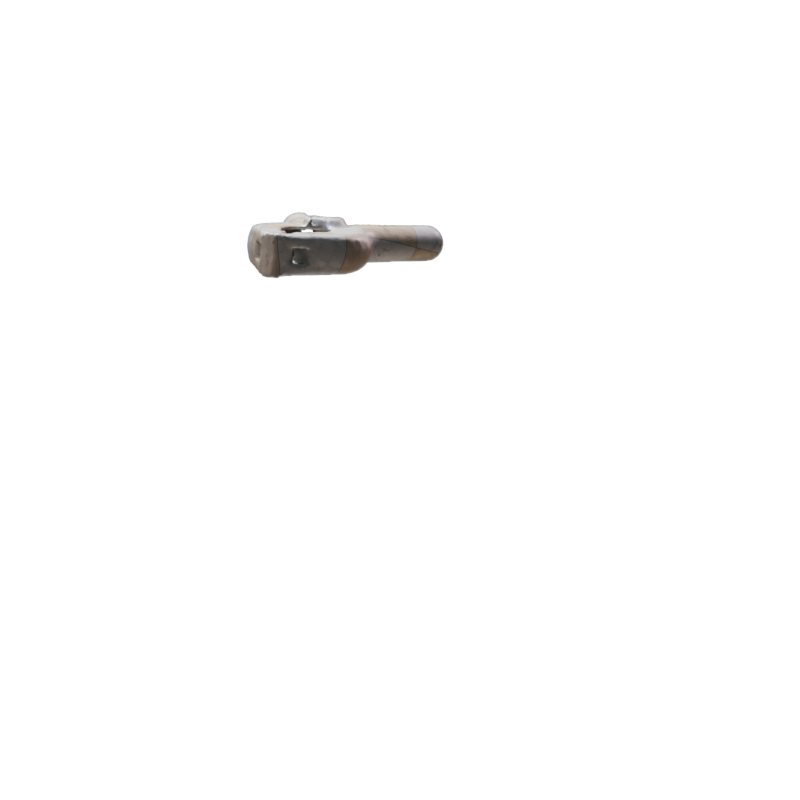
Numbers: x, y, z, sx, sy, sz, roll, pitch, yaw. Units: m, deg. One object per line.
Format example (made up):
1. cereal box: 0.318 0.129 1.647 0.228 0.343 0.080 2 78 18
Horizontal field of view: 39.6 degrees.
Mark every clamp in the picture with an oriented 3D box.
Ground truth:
1. clamp: -0.058 -0.106 0.742 0.125 0.039 0.167 5 10 29
